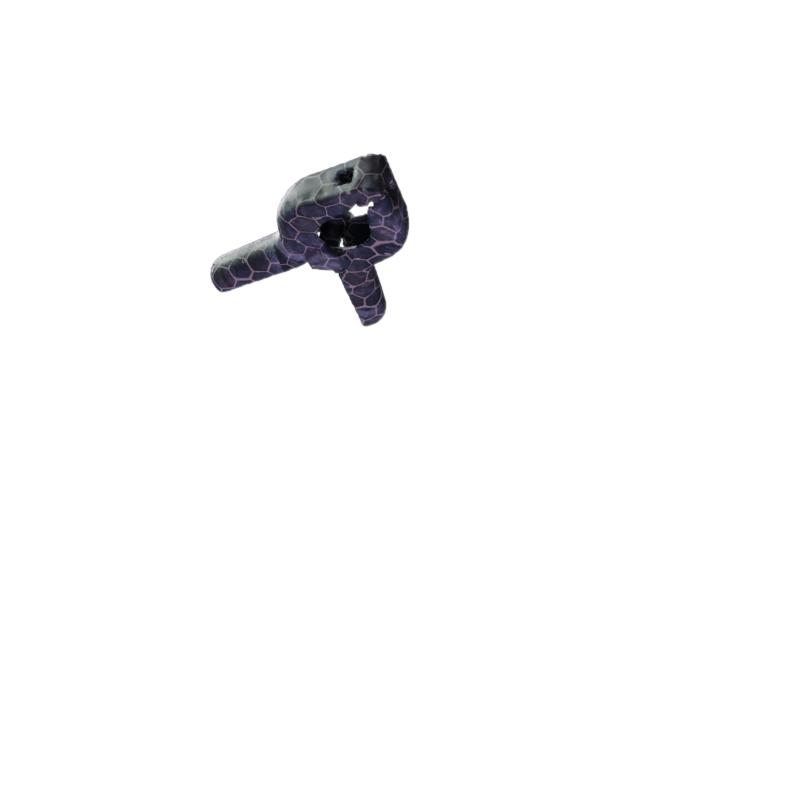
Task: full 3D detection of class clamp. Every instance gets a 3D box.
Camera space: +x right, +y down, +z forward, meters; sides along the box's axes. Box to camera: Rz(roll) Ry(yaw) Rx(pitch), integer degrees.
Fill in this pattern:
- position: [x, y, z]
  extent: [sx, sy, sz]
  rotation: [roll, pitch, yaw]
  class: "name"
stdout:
- position: [-0.054, -0.098, 0.685]
  extent: [0.118, 0.042, 0.163]
  rotation: [5, -27, -10]
  class: "clamp"
